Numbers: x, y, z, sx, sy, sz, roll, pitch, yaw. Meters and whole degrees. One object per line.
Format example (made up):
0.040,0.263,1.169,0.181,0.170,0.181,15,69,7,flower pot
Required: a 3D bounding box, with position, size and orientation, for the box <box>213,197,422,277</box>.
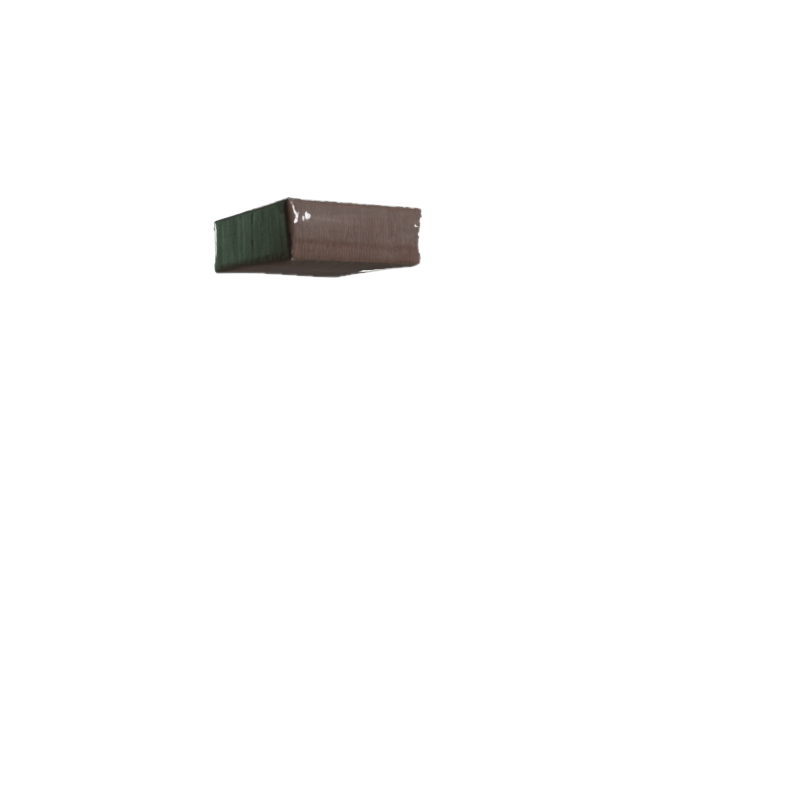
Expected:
-0.053,-0.097,0.682,0.087,0.039,0.117,-1,3,-30,box
